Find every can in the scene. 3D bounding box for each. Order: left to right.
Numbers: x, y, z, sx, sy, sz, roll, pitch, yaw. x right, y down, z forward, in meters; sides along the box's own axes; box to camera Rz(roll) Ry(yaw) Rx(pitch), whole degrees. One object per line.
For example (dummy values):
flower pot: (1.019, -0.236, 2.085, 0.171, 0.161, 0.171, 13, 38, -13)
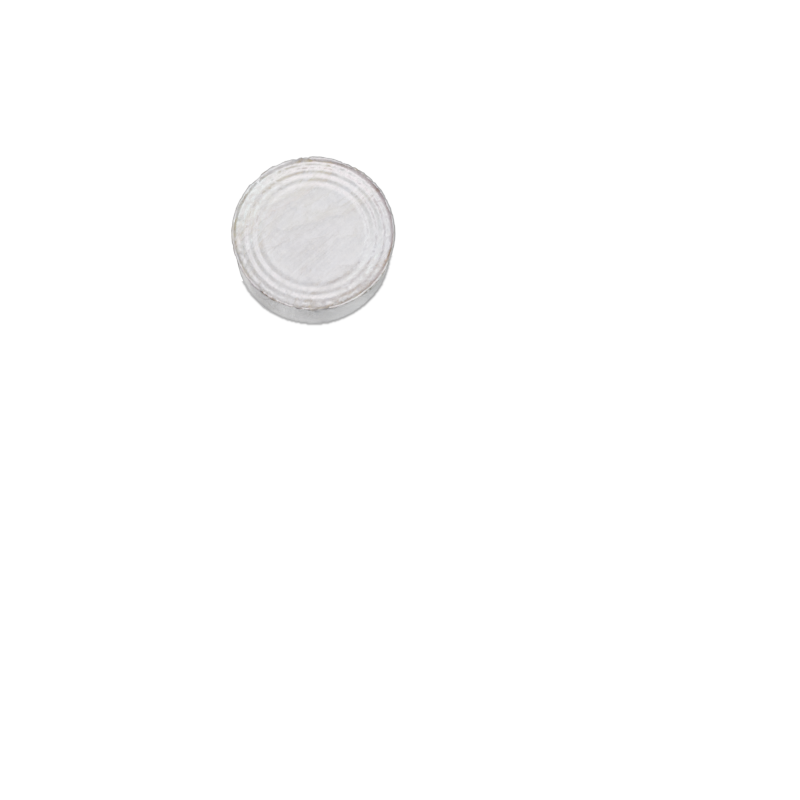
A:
can: (-0.047, -0.085, 0.594, 0.086, 0.090, 0.032, -1, -19, -1)
